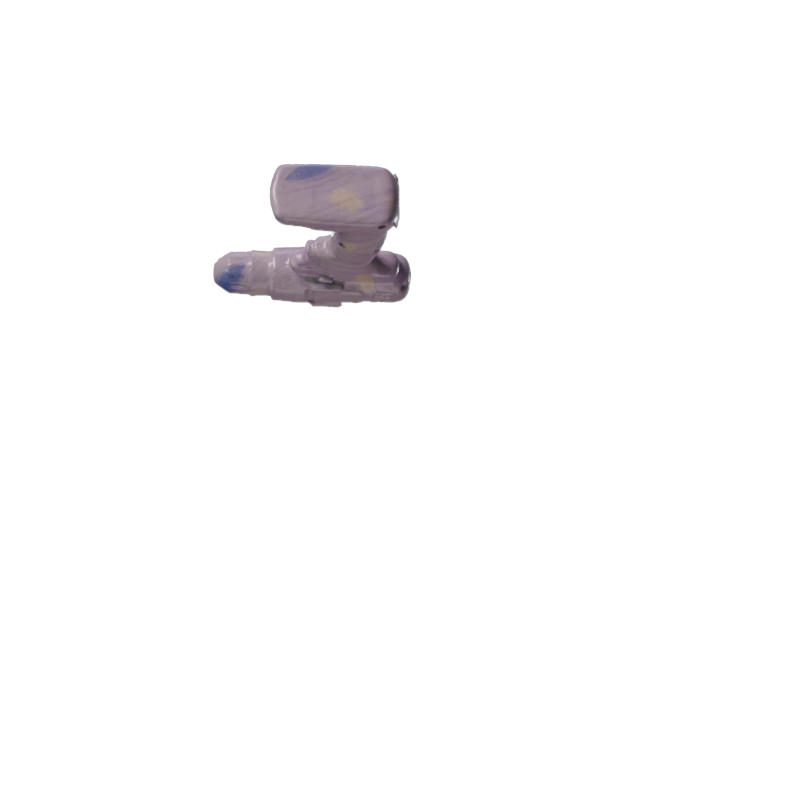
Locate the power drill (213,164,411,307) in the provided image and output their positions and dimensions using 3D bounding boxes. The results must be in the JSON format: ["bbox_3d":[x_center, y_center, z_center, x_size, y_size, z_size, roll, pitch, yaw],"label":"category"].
[{"bbox_3d":[-0.076,-0.139,0.977,0.184,0.060,0.179,1,-19,-3],"label":"power drill"}]
